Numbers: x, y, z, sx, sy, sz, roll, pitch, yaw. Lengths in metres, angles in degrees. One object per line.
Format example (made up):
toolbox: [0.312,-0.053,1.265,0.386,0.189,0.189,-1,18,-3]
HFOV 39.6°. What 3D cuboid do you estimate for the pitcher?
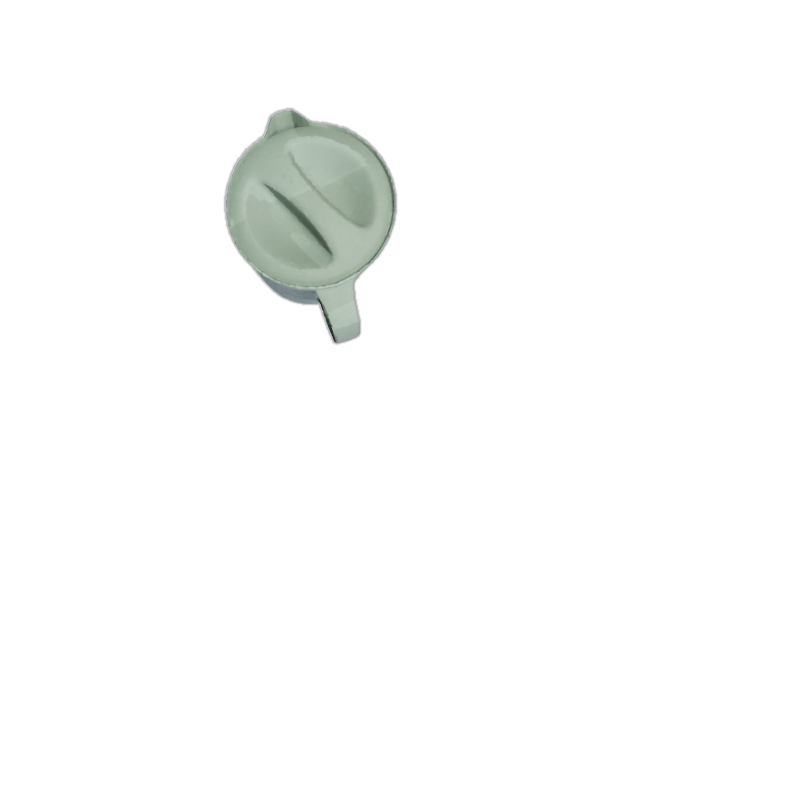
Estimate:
pitcher: [-0.076,-0.138,0.970,0.146,0.151,0.240,27,-5,-1]
